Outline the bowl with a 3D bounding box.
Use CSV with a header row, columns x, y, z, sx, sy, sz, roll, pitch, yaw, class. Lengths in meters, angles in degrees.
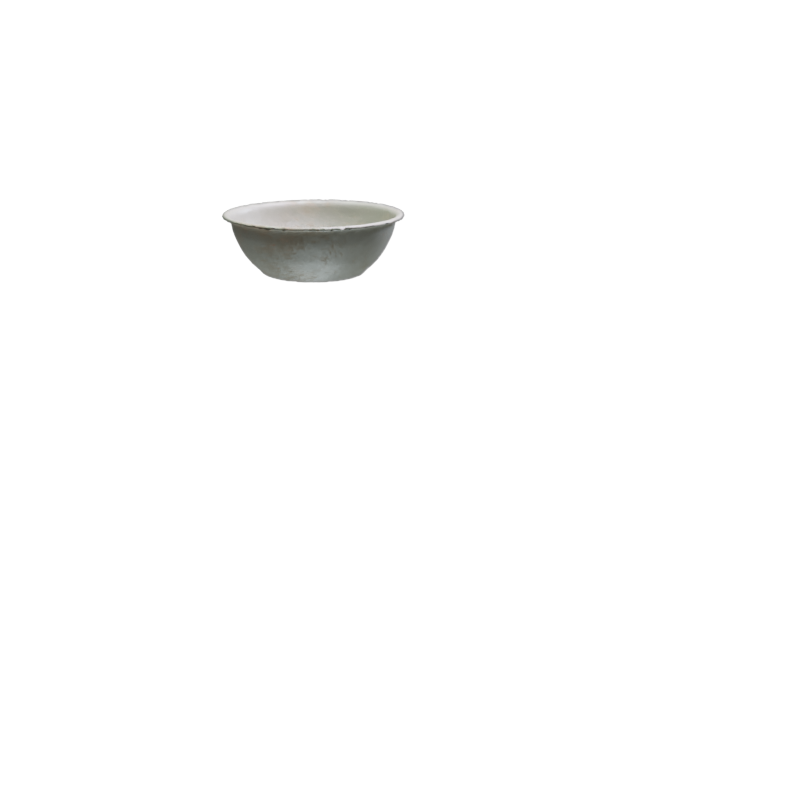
x,y,z,sx,sy,sz,roll,pitch,yaw,class
-0.077,-0.141,0.988,0.162,0.053,0.168,-1,18,-2,bowl
